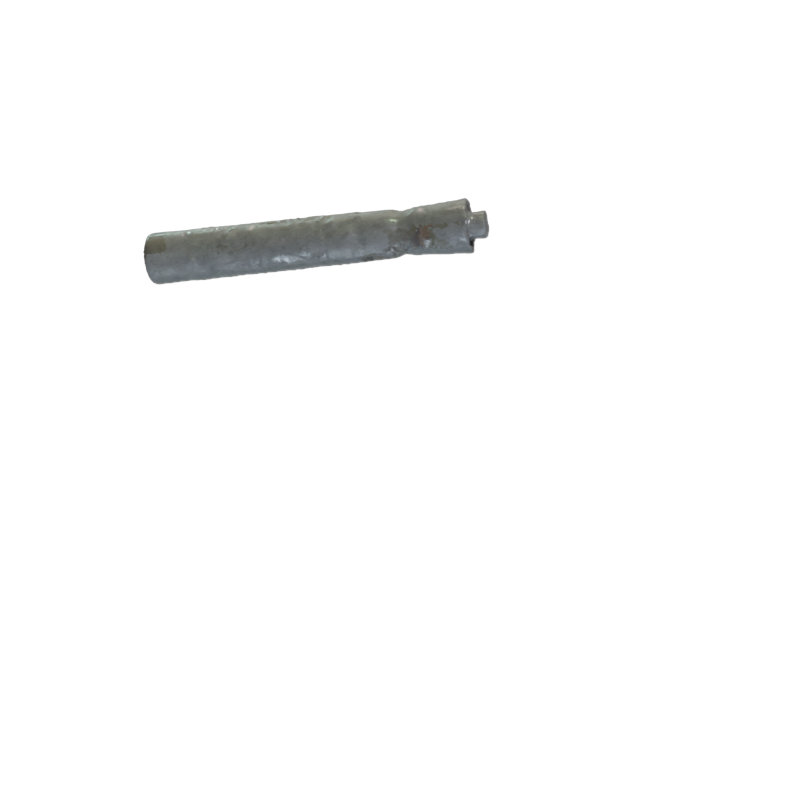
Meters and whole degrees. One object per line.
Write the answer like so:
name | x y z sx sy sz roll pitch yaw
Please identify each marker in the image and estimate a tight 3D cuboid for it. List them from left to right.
marker | -0.030 -0.055 0.386 0.123 0.020 0.019 -4 3 15
